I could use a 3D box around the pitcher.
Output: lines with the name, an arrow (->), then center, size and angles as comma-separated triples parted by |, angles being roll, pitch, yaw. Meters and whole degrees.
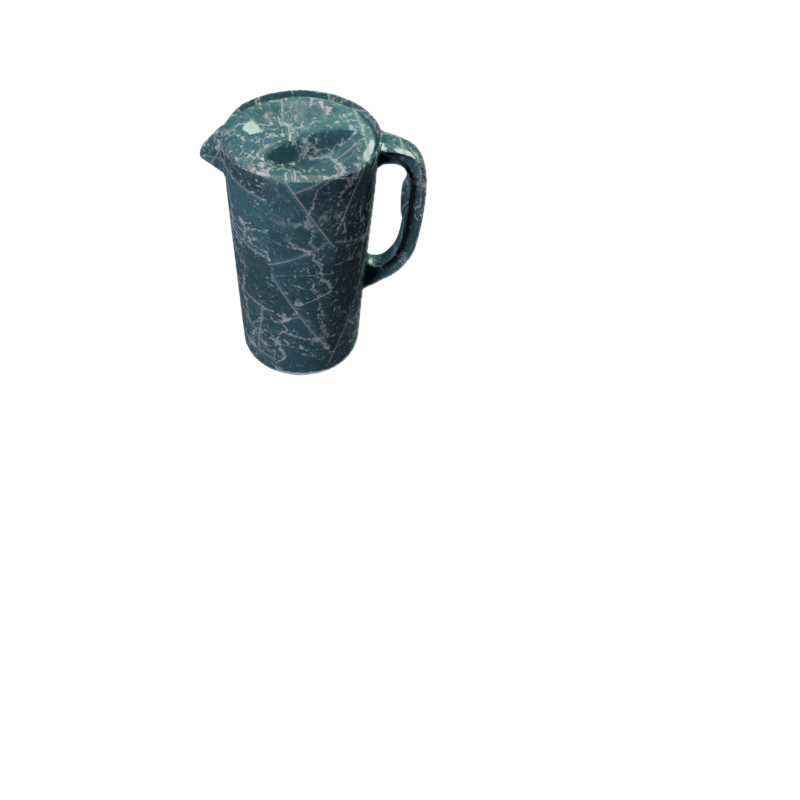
pitcher -> -0.076, -0.139, 0.976 | 0.159, 0.226, 0.146 | 34, 52, 28
